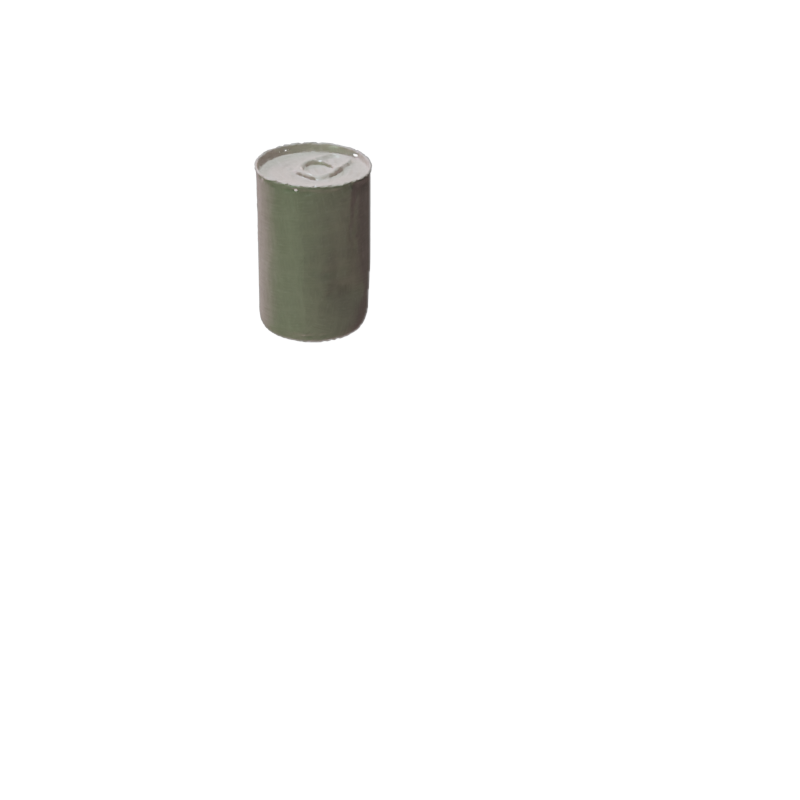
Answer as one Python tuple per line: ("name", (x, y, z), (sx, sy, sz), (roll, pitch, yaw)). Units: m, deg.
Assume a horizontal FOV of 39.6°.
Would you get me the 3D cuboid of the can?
("can", (-0.052, -0.094, 0.662), (0.068, 0.096, 0.073), (0, 30, -2))
